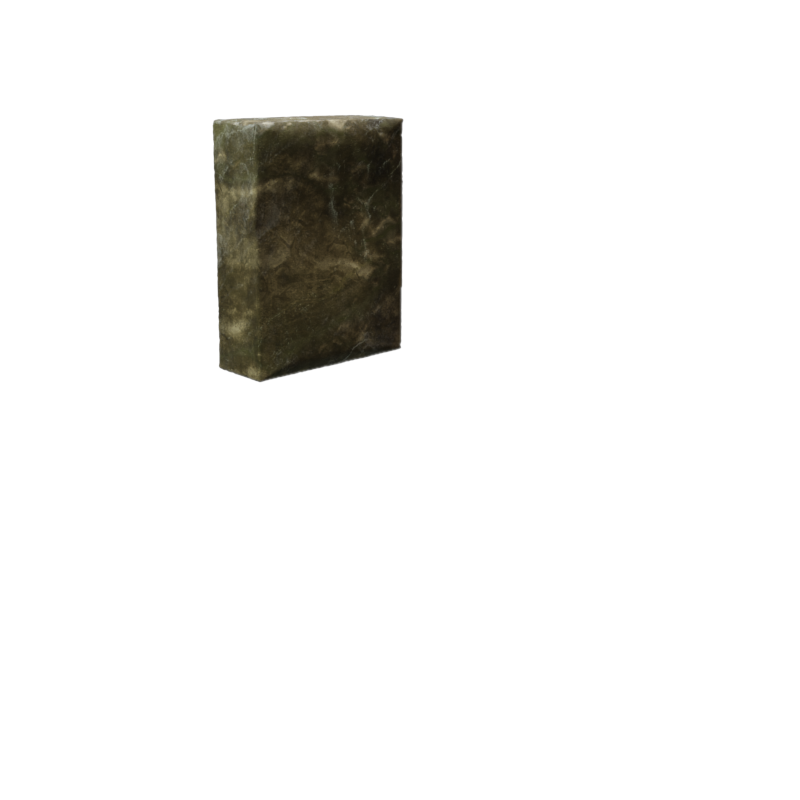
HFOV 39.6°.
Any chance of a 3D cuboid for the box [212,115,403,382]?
[{"bbox_3d":[-0.075,-0.137,0.959,0.160,0.209,0.076,-10,14,-40],"label":"box"}]
